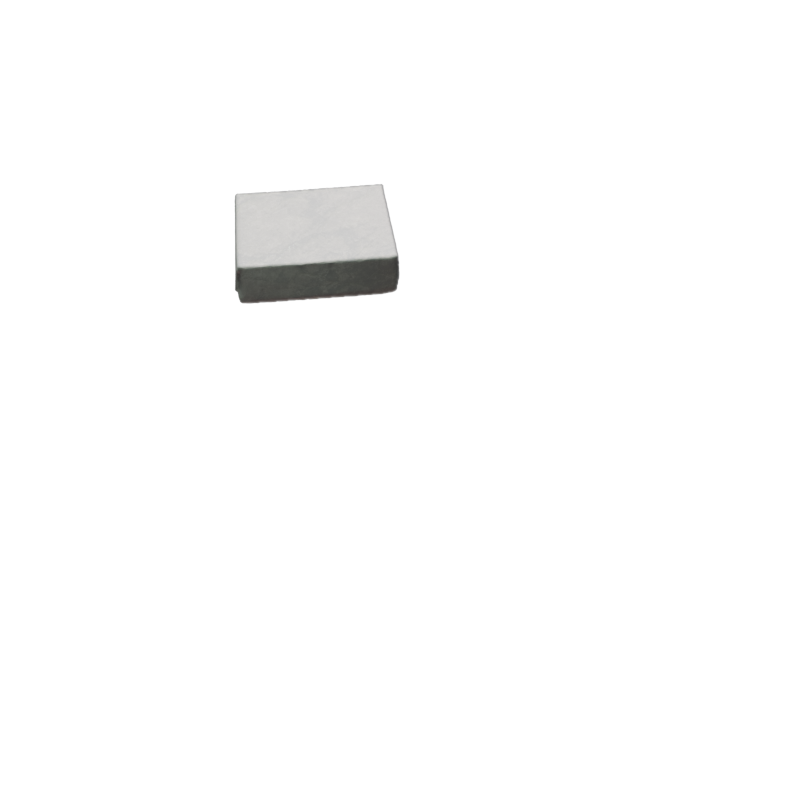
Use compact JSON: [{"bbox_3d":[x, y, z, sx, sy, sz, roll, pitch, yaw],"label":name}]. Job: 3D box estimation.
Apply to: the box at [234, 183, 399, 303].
[{"bbox_3d":[-0.062,-0.113,0.791,0.113,0.036,0.097,-4,42,-4],"label":"box"}]
